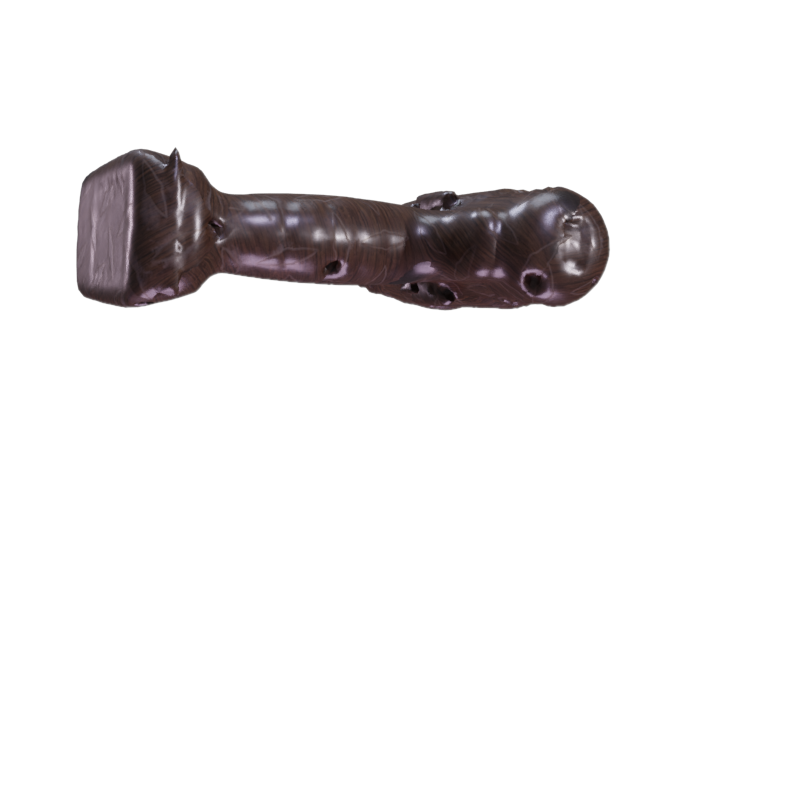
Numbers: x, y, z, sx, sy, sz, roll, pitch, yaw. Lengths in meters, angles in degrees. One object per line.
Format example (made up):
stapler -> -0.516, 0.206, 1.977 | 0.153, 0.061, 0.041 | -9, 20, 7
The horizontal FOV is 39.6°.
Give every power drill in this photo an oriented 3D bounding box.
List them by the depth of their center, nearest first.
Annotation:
power drill -> -0.037, -0.067, 0.467 | 0.182, 0.057, 0.190 | -2, 4, -24
